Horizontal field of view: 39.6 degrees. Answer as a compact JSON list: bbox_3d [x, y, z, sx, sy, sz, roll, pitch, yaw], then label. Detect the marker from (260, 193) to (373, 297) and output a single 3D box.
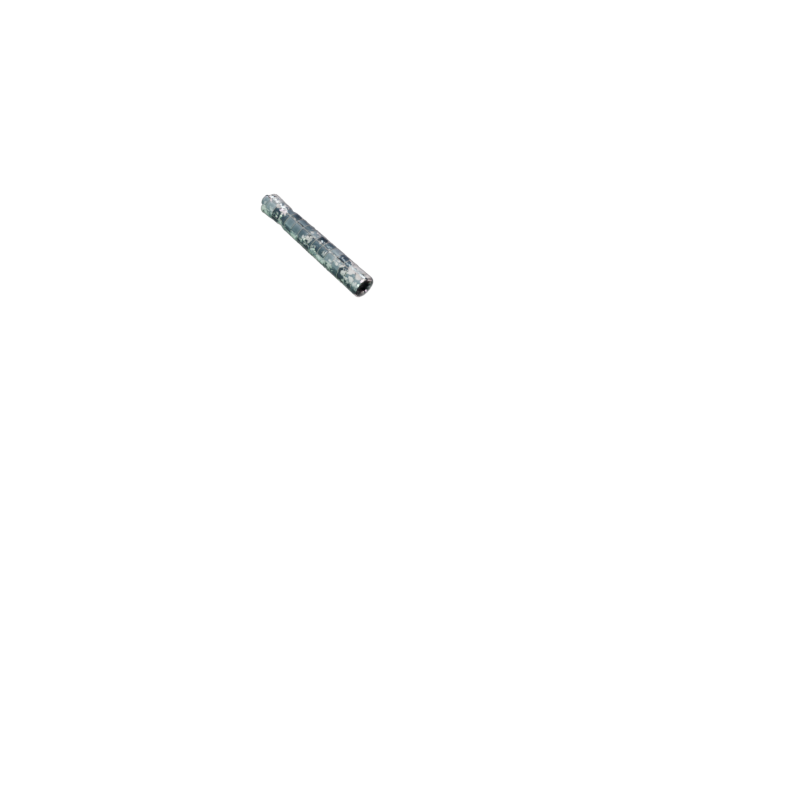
[{"bbox_3d":[-0.068,-0.123,0.864,0.129,0.019,0.019,44,27,29],"label":"marker"}]
